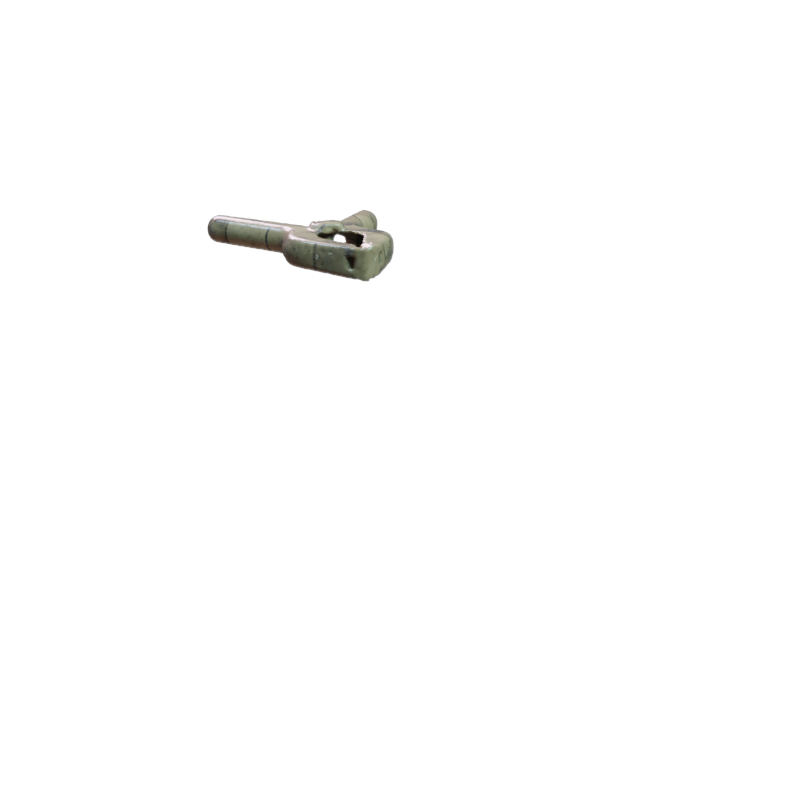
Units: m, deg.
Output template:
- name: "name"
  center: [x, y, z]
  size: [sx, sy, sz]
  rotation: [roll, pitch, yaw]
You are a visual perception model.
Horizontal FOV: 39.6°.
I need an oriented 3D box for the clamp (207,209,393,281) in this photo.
- name: "clamp"
  center: [-0.075, -0.137, 0.960]
  size: [0.162, 0.035, 0.220]
  rotation: [-5, 18, -14]
